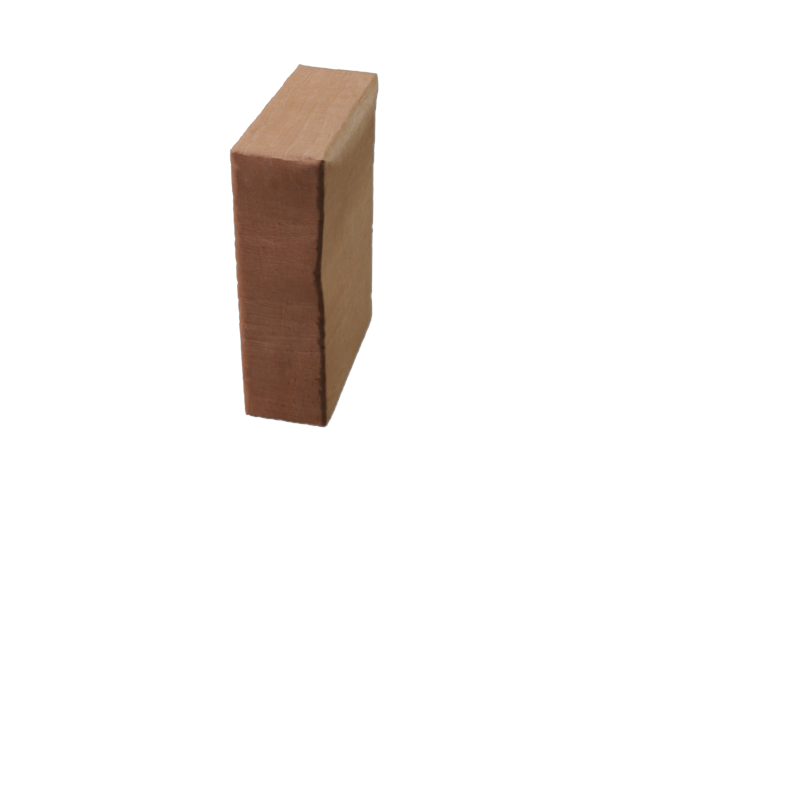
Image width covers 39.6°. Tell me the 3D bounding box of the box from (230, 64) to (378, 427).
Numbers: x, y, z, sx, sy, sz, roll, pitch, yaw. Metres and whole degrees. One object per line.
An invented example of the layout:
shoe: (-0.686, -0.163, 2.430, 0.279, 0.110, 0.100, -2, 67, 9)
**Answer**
box: (-0.064, -0.116, 0.812, 0.073, 0.201, 0.172, 8, 33, 8)
